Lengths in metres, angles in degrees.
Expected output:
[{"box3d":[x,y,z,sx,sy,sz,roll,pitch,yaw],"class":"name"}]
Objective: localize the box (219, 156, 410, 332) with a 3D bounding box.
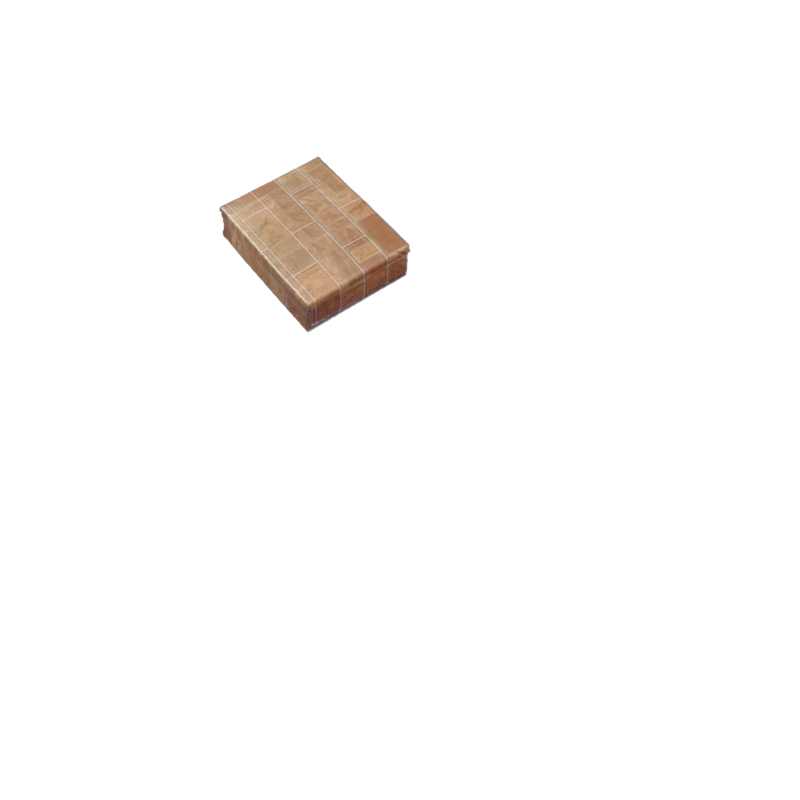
[{"box3d":[-0.062,-0.114,0.797,0.090,0.036,0.122,-30,57,-23],"class":"box"}]
